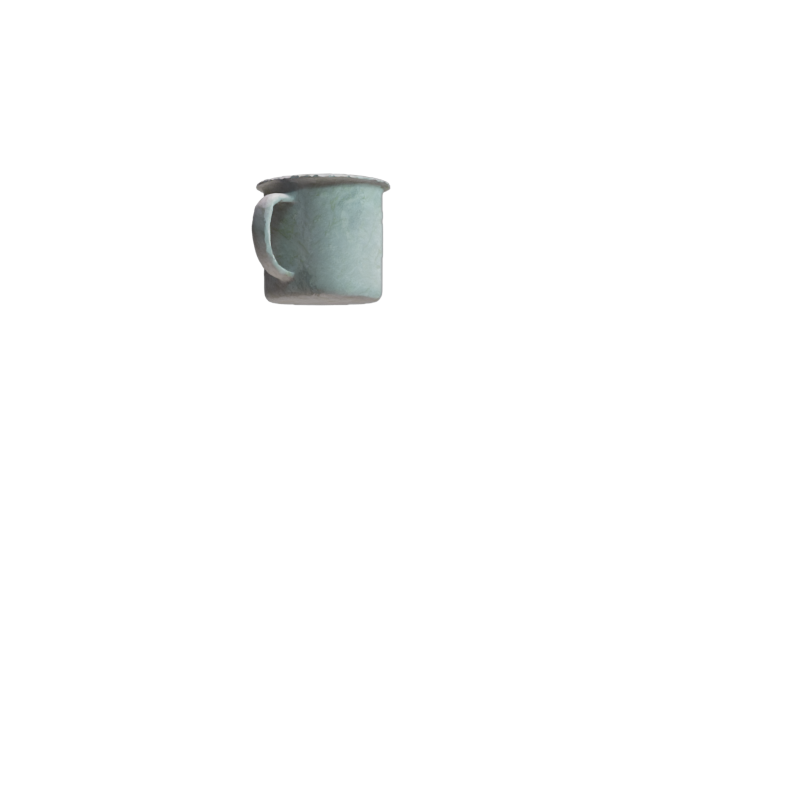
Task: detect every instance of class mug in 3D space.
[{"bbox_3d":[-0.059,-0.108,0.753,0.096,0.082,0.112,-2,-2,32],"label":"mug"}]
